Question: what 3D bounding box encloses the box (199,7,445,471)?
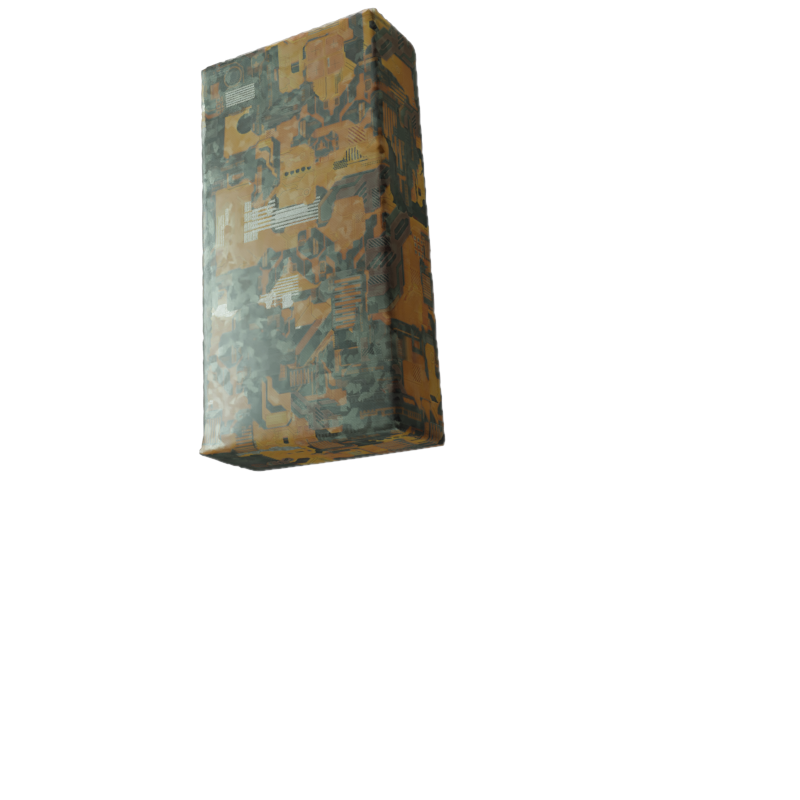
[{"bbox_3d":[-0.036,-0.066,0.459,0.095,0.185,0.045,-12,-23,28],"label":"box"}]
